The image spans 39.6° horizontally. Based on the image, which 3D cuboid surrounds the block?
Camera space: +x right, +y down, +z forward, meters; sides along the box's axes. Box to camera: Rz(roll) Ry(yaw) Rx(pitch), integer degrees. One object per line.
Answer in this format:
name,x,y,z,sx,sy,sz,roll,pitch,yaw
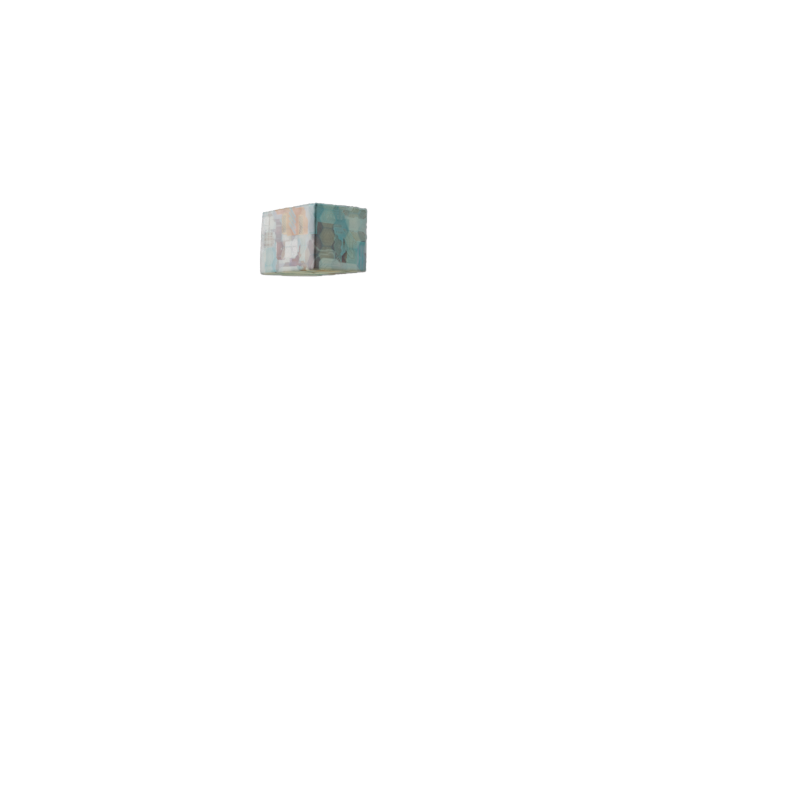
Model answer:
block,-0.069,-0.126,0.883,0.051,0.052,0.081,1,-1,-39
